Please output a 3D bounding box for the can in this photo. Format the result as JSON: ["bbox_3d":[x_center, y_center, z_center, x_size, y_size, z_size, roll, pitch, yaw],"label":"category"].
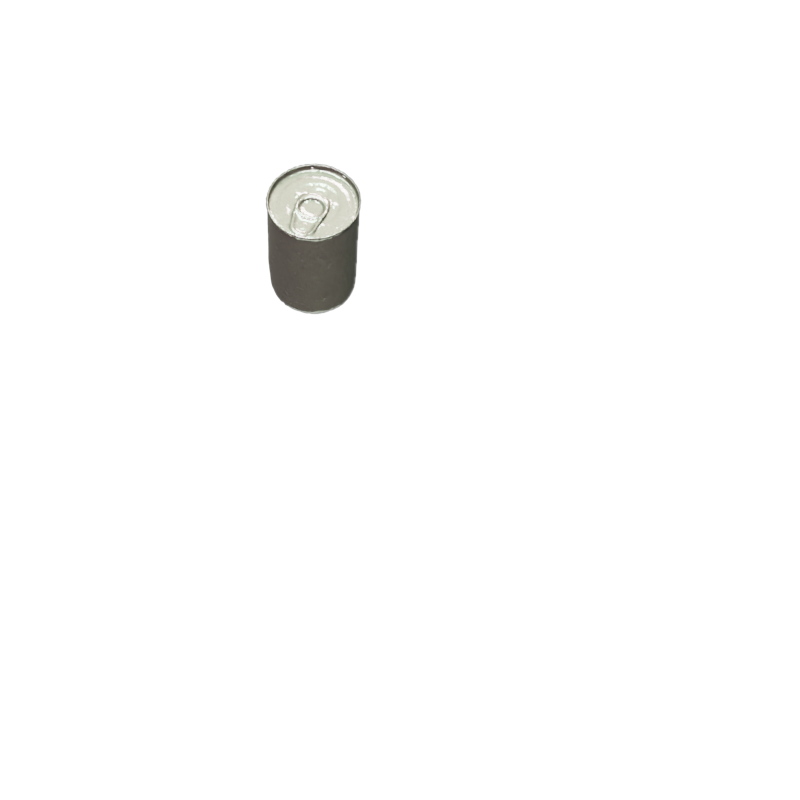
[{"bbox_3d":[-0.065,-0.118,0.830,0.068,0.073,0.096,0,-31,-3],"label":"can"}]
